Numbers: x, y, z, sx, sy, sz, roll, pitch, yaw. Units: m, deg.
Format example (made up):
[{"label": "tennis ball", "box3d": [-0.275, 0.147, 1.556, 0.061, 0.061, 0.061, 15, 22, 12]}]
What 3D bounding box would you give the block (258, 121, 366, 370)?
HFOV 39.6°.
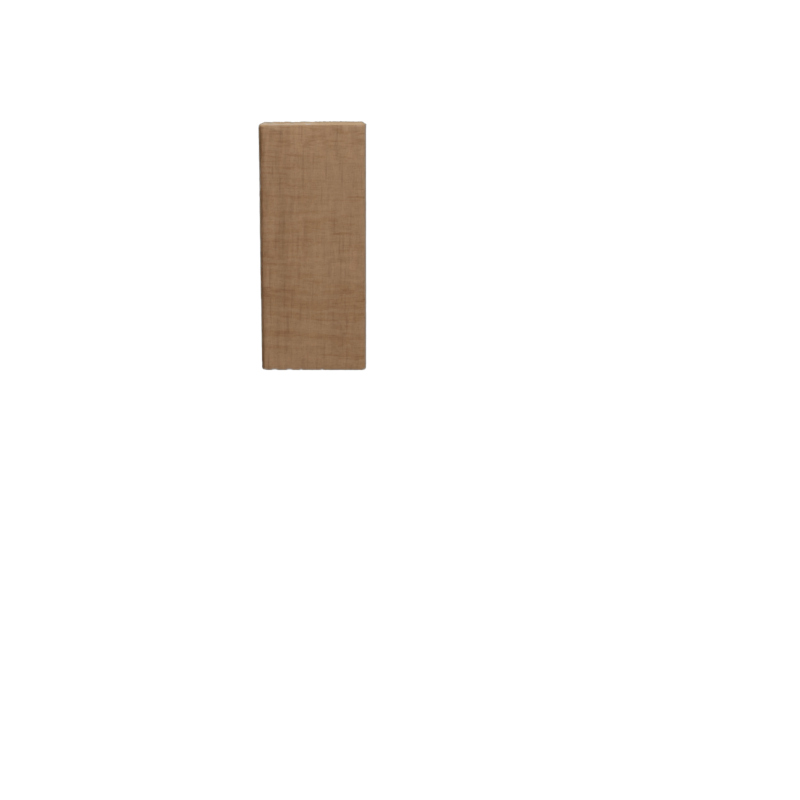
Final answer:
[{"label": "block", "box3d": [-0.075, -0.137, 0.961, 0.091, 0.202, 0.092, 0, 9, -2]}]
